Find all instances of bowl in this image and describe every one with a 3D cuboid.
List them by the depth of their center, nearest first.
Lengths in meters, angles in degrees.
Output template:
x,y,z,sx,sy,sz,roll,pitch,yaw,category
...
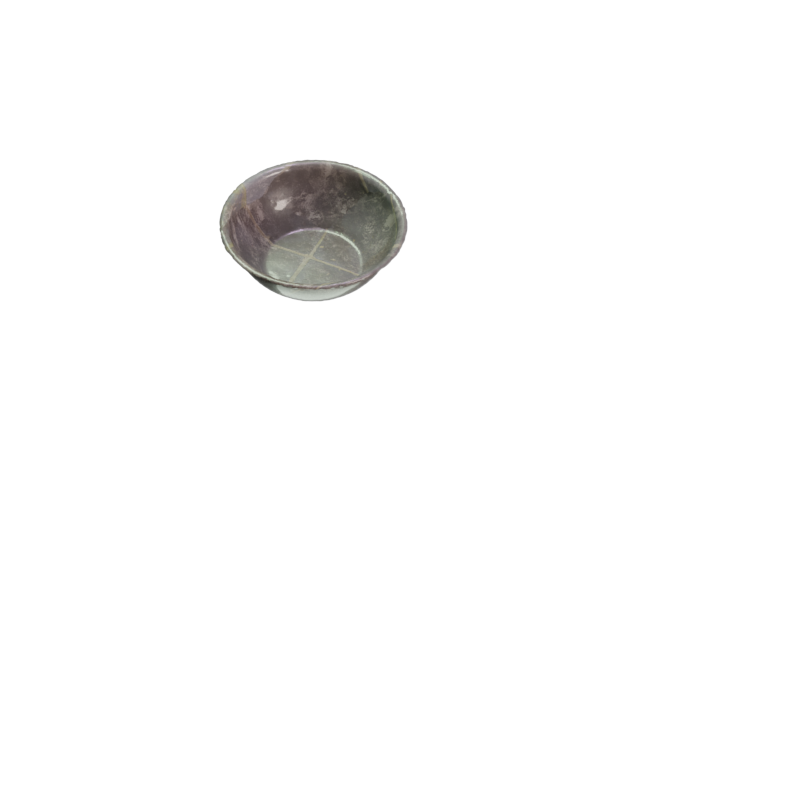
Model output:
x,y,z,sx,sy,sz,roll,pitch,yaw,category
-0.076,-0.139,0.970,0.162,0.174,0.051,-1,-42,-1,bowl
